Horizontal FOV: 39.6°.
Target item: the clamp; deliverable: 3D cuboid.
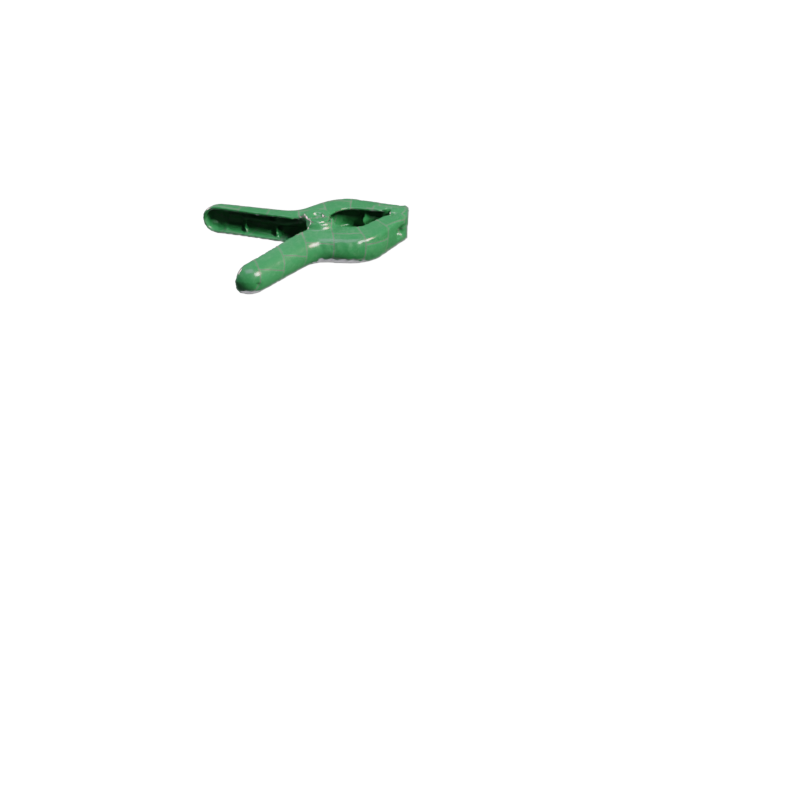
[{"bbox_3d":[-0.071,-0.129,0.906,0.170,0.037,0.130,-7,42,-8],"label":"clamp"}]
